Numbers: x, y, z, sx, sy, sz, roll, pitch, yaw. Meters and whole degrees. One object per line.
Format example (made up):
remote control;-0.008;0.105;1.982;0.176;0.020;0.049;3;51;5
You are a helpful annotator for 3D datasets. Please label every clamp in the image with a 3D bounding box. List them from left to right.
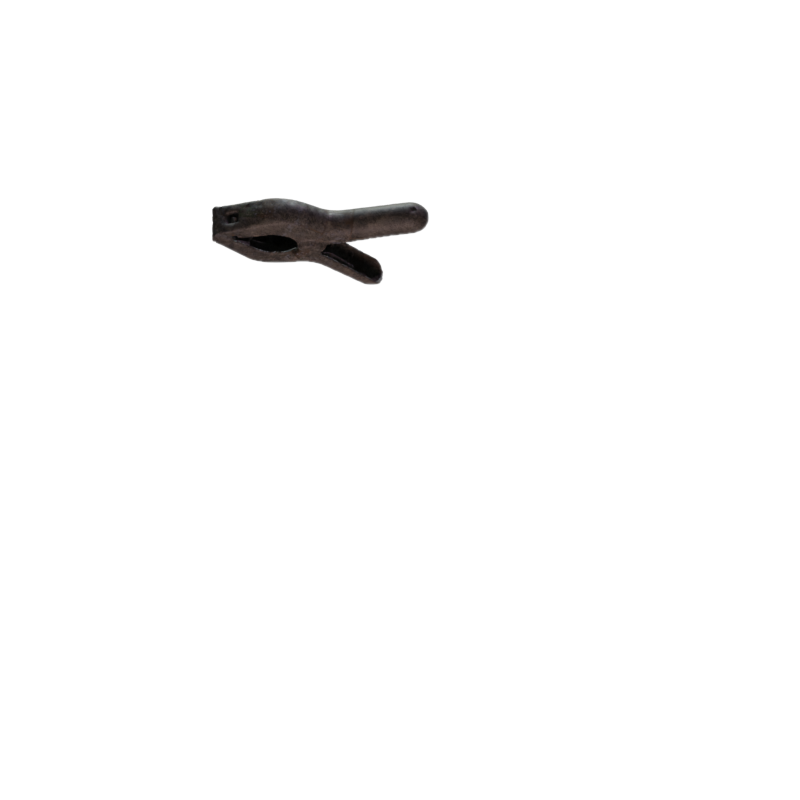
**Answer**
clamp;-0.072;-0.131;0.918;0.169;0.042;0.114;4;-29;-8
